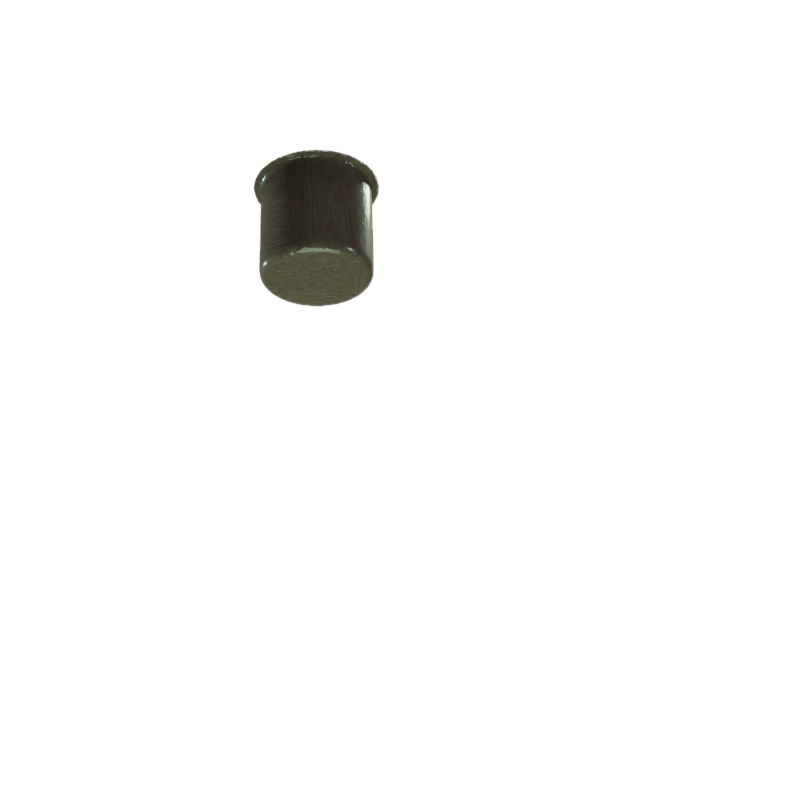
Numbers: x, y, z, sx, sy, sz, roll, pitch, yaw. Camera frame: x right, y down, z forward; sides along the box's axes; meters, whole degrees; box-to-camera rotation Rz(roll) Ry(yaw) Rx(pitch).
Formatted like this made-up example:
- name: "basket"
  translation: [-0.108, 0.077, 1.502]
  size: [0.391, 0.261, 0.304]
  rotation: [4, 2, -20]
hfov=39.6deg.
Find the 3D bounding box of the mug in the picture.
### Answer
- name: "mug"
  translation: [-0.064, -0.116, 0.814]
  size: [0.091, 0.087, 0.112]
  rotation: [6, -30, -13]
